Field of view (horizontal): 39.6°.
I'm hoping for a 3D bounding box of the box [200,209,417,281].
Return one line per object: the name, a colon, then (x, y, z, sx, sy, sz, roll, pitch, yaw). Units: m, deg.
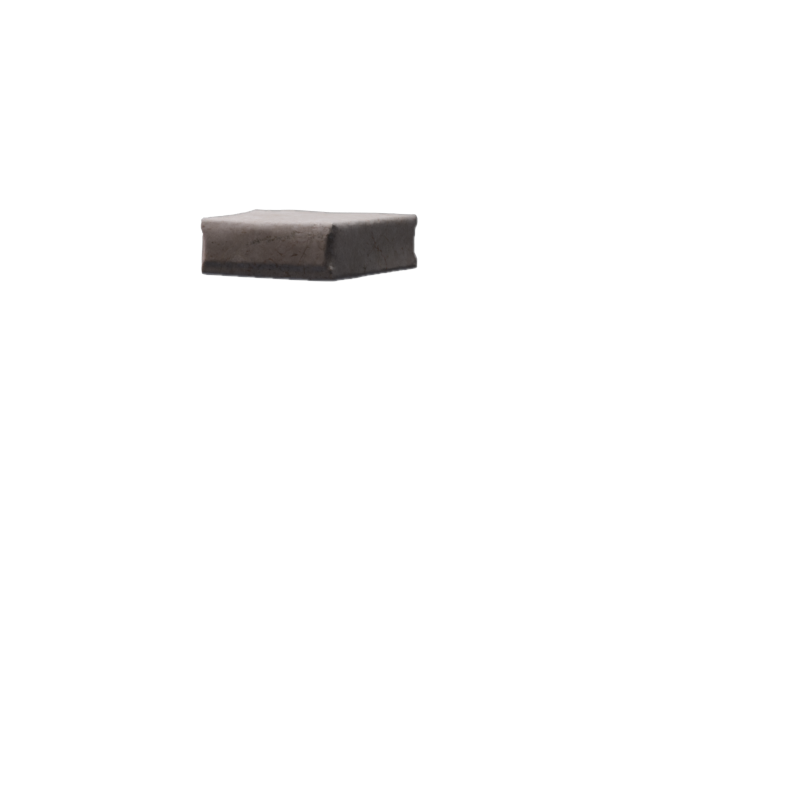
box: (-0.042, -0.077, 0.540, 0.076, 0.030, 0.088, 6, 13, 28)
